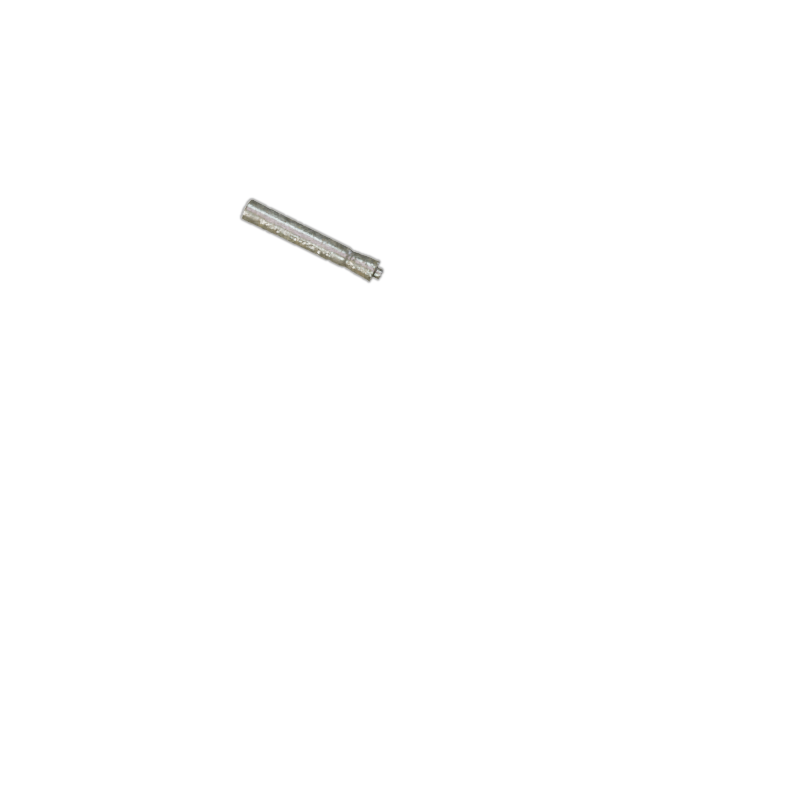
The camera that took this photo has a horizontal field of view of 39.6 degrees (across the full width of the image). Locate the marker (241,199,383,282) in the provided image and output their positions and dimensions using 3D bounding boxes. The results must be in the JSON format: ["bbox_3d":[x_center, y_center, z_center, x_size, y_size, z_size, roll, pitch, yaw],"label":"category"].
[{"bbox_3d":[-0.069,-0.126,0.883,0.123,0.020,0.020,27,7,7],"label":"marker"}]
